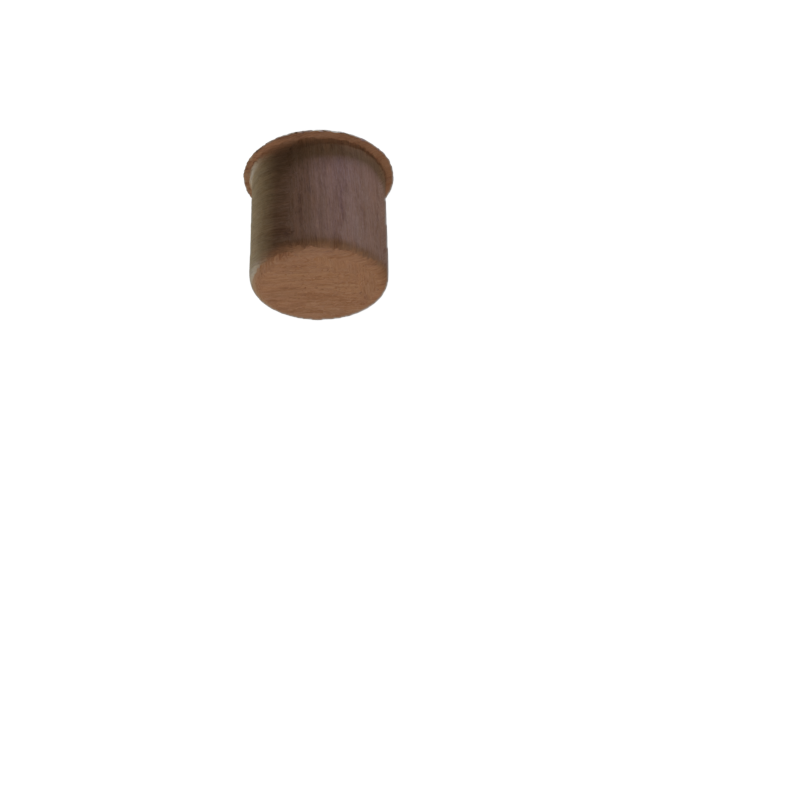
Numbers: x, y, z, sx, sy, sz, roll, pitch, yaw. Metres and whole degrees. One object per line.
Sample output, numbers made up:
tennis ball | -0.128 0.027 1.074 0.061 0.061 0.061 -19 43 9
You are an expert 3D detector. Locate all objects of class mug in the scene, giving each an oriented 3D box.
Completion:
mug | -0.053 -0.096 0.674 0.091 0.087 0.113 9 -32 -17
